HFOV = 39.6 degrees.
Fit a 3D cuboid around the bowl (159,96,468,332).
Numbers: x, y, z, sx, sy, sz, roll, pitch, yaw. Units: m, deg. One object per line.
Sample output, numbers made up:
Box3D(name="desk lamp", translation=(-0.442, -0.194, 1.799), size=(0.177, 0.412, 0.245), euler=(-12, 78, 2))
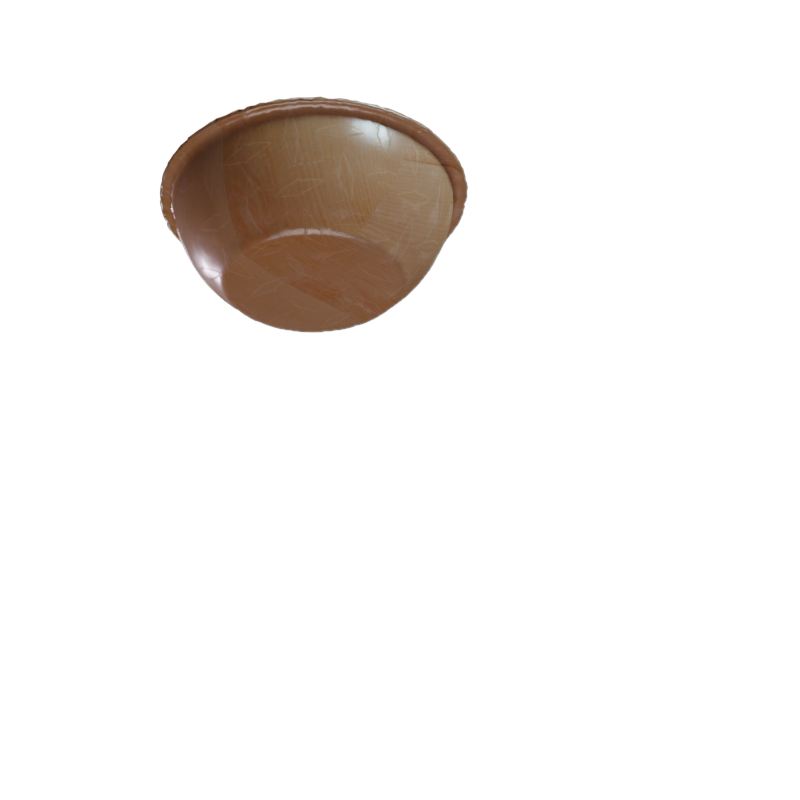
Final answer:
Box3D(name="bowl", translation=(-0.045, -0.081, 0.570), size=(0.162, 0.059, 0.152), euler=(1, -31, -2))
